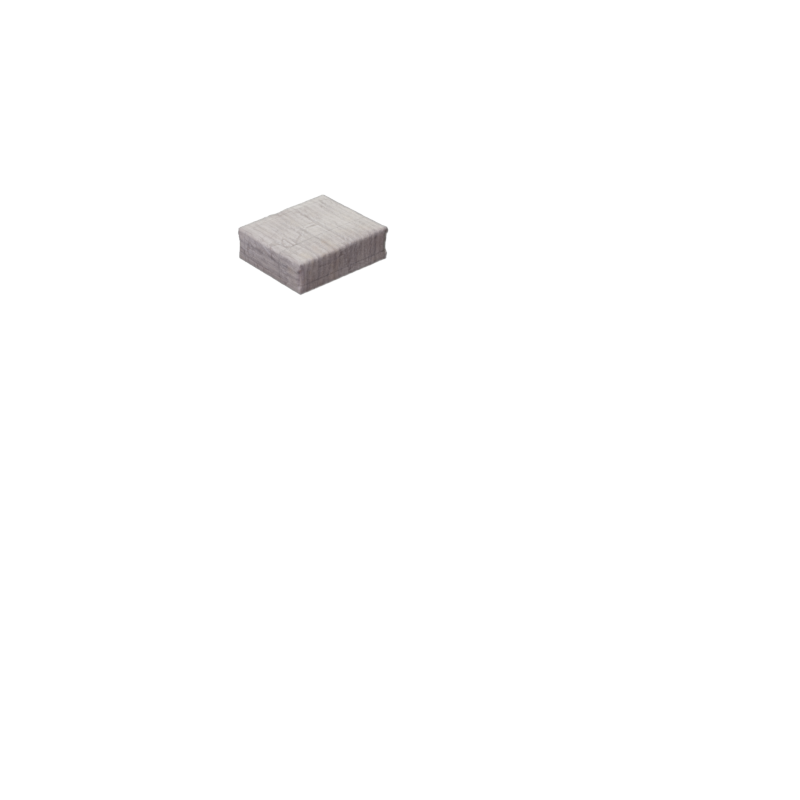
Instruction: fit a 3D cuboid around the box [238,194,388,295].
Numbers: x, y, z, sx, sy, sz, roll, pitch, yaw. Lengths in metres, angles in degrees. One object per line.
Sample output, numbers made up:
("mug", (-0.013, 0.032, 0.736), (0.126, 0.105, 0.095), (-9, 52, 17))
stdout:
("box", (-0.065, -0.119, 0.832), (0.089, 0.028, 0.078), (-28, 43, -34))
